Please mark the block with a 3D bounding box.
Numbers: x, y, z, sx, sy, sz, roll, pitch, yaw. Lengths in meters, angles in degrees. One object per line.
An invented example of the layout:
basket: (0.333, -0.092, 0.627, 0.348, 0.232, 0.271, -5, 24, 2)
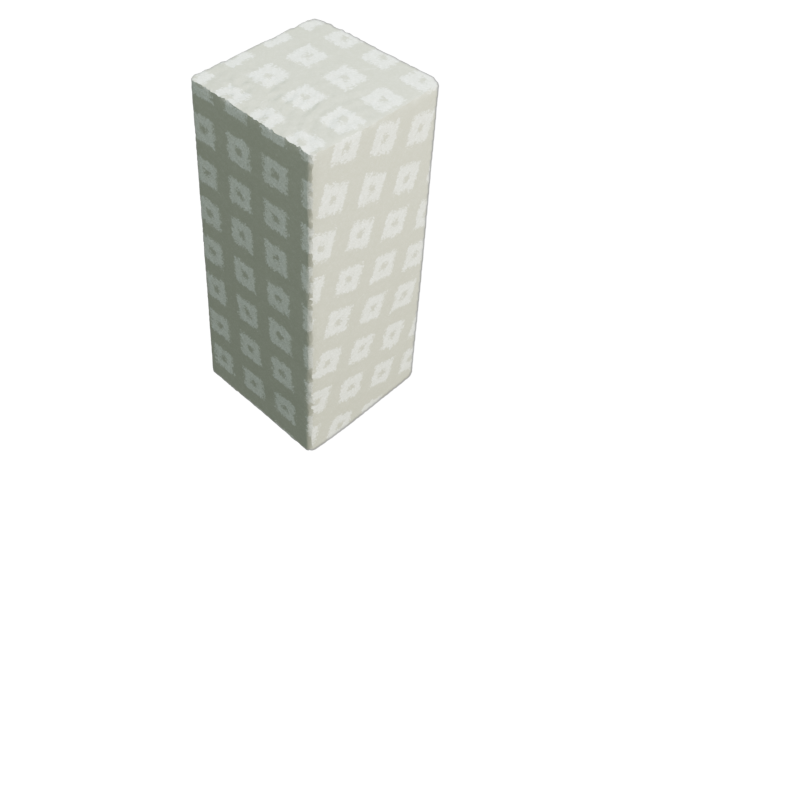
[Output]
block: (-0.047, -0.086, 0.602, 0.097, 0.192, 0.091, 35, 52, 29)
